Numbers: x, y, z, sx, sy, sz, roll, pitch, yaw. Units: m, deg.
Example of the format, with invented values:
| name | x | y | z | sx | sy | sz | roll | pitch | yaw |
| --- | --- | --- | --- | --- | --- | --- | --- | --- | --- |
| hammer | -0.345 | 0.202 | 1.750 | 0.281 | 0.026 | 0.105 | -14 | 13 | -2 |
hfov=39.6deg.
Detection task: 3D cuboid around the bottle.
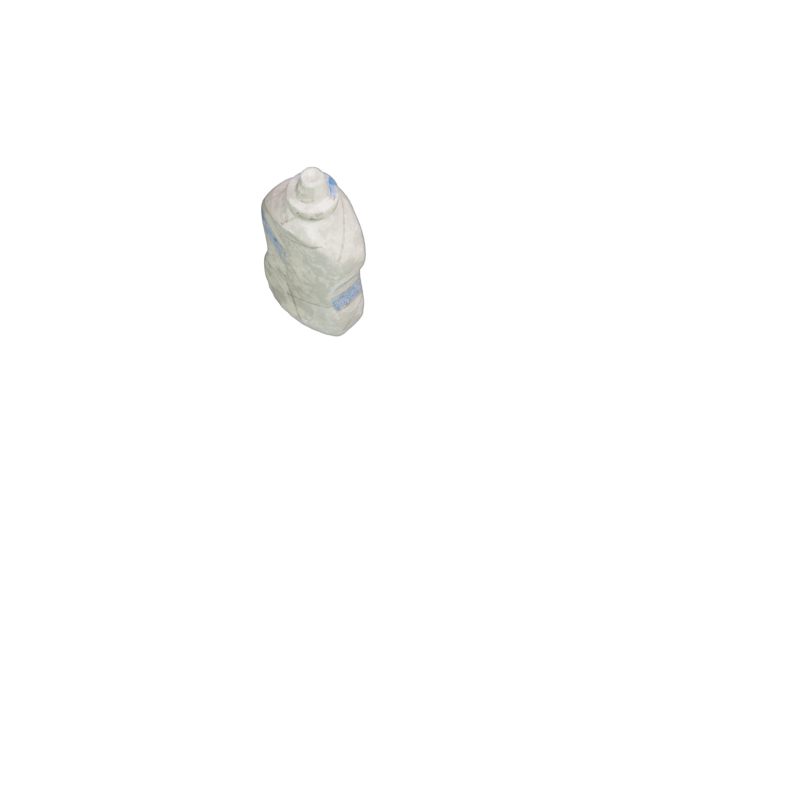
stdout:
| name | x | y | z | sx | sy | sz | roll | pitch | yaw |
| --- | --- | --- | --- | --- | --- | --- | --- | --- | --- |
| bottle | -0.071 | -0.129 | 0.909 | 0.059 | 0.101 | 0.181 | -41 | -17 | -20 |
